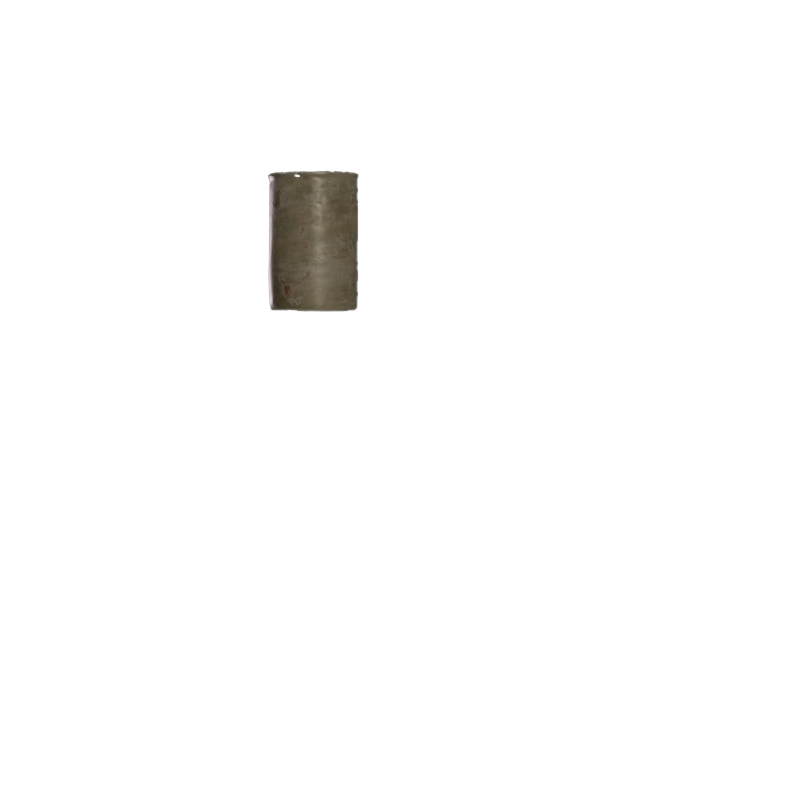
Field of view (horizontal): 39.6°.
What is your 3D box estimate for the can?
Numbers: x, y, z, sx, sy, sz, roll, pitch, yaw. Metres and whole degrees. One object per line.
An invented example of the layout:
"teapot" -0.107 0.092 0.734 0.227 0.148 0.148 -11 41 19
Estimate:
"can" -0.065 -0.119 0.830 0.068 0.102 0.069 0 2 -2
